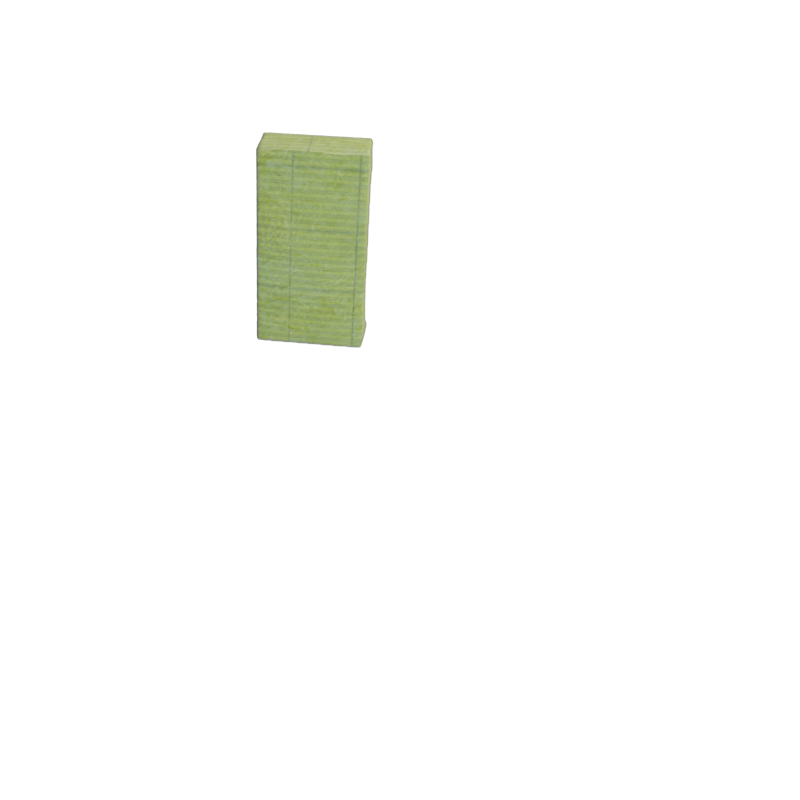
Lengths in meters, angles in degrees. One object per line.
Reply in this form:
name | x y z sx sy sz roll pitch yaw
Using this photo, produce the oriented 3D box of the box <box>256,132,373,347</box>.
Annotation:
box | -0.072 -0.131 0.921 0.094 0.166 0.051 5 30 4
